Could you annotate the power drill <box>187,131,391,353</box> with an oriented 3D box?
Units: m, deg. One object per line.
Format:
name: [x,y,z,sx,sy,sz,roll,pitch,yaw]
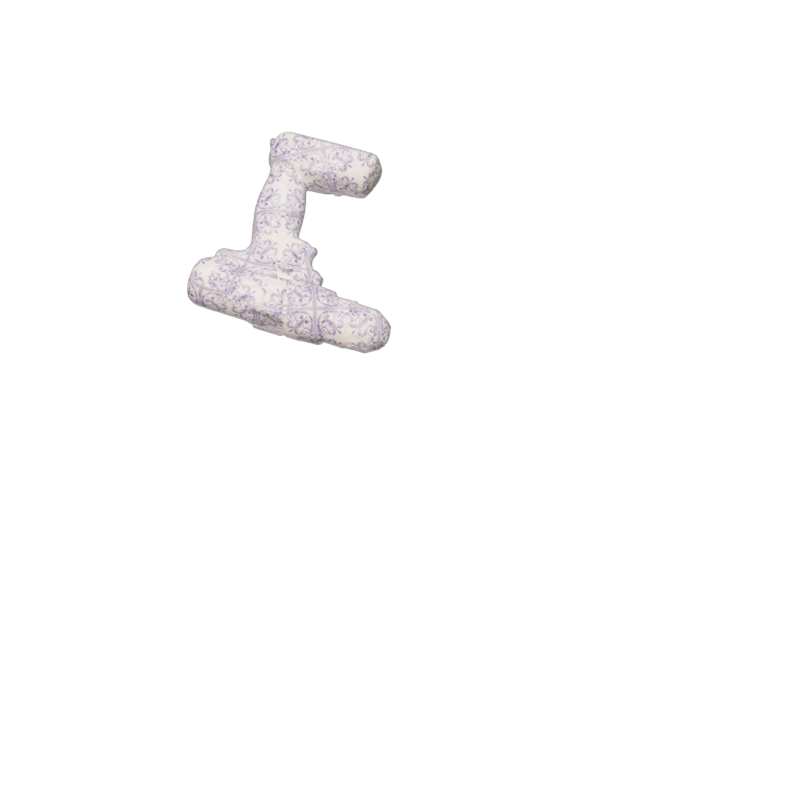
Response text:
power drill: [-0.078,-0.143,0.999,0.187,0.196,0.054,16,-26,8]
